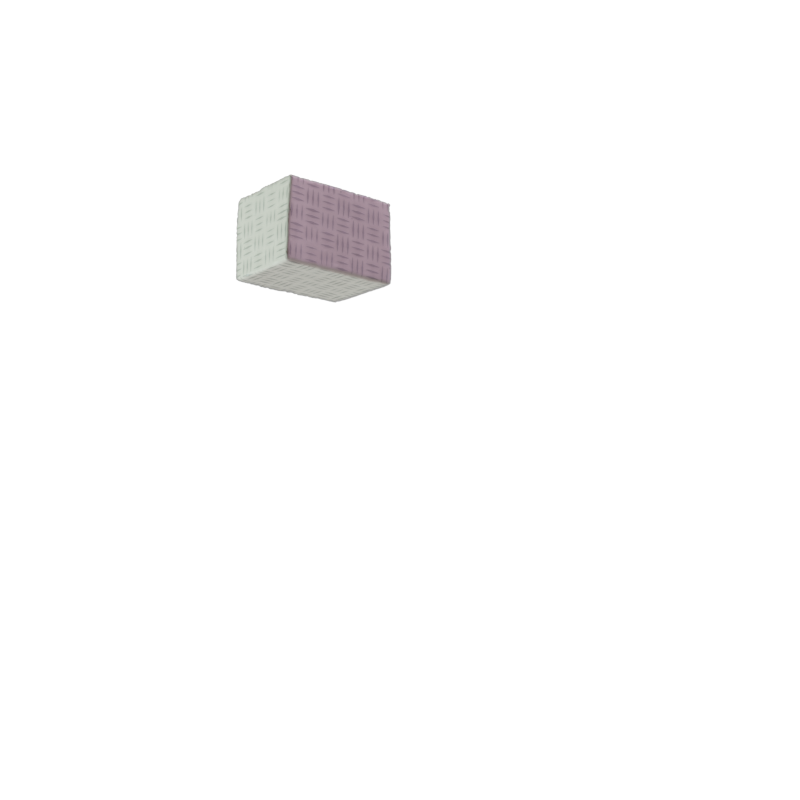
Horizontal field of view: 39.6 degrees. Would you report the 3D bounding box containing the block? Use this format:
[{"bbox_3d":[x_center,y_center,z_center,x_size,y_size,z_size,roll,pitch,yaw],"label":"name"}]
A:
[{"bbox_3d":[-0.051,-0.093,0.649,0.074,0.053,0.053,11,-19,-39],"label":"block"}]
